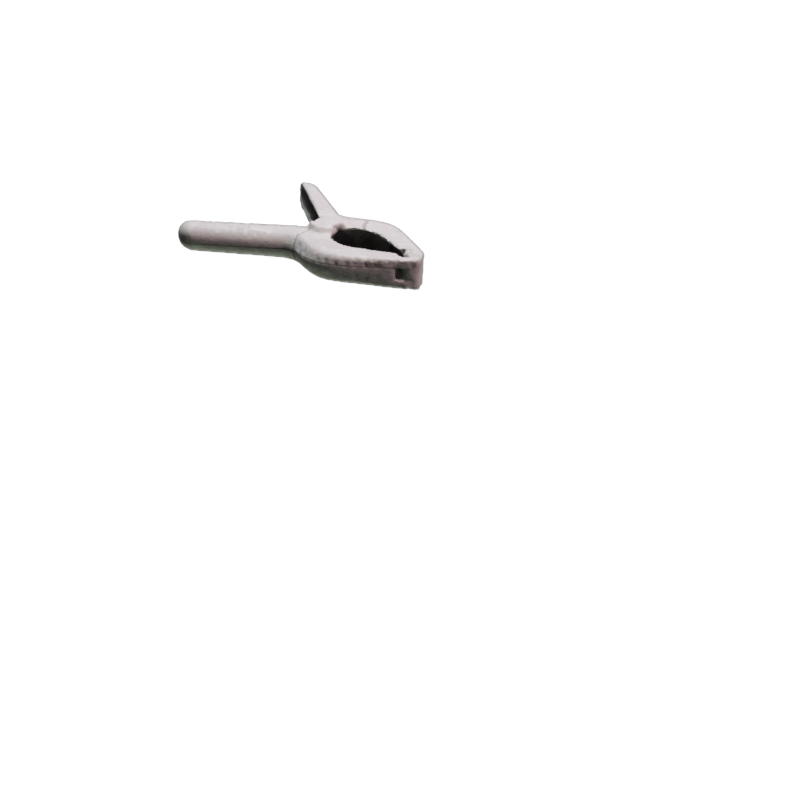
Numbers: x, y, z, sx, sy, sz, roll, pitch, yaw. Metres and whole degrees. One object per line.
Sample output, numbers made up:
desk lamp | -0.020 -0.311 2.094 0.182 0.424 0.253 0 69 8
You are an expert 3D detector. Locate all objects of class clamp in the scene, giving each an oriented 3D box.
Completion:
clamp | -0.073 -0.134 0.936 0.163 0.034 0.224 -24 37 -36
